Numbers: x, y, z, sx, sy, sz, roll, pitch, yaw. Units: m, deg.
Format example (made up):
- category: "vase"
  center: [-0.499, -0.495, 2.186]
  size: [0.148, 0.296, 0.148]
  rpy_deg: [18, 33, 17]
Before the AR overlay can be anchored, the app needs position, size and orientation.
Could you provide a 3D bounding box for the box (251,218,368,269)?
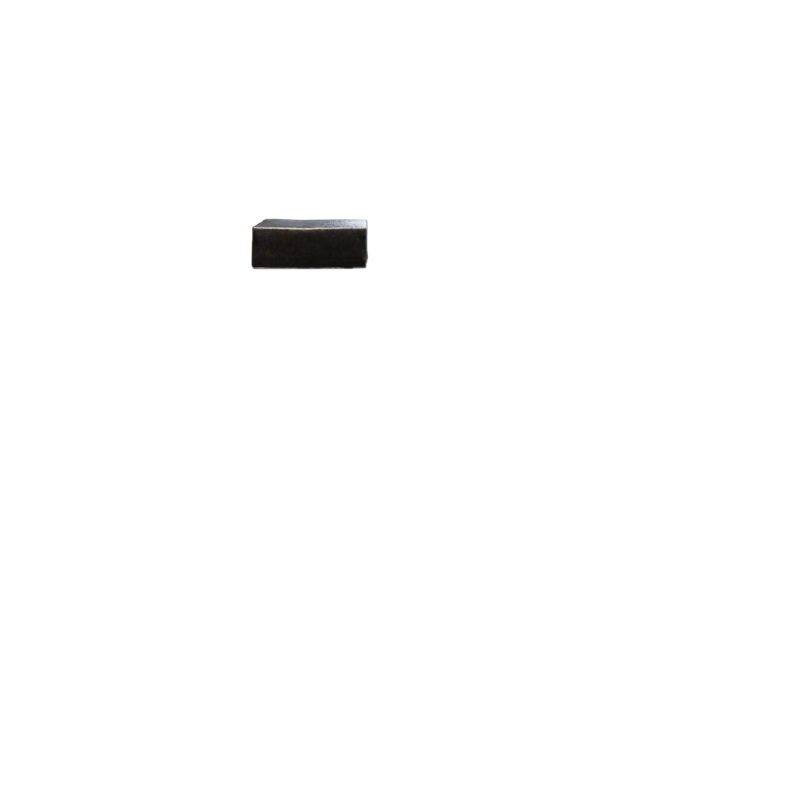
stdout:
- category: "box"
  center: [-0.058, -0.105, 0.738]
  size: [0.073, 0.030, 0.091]
  rpy_deg: [0, 12, 1]
